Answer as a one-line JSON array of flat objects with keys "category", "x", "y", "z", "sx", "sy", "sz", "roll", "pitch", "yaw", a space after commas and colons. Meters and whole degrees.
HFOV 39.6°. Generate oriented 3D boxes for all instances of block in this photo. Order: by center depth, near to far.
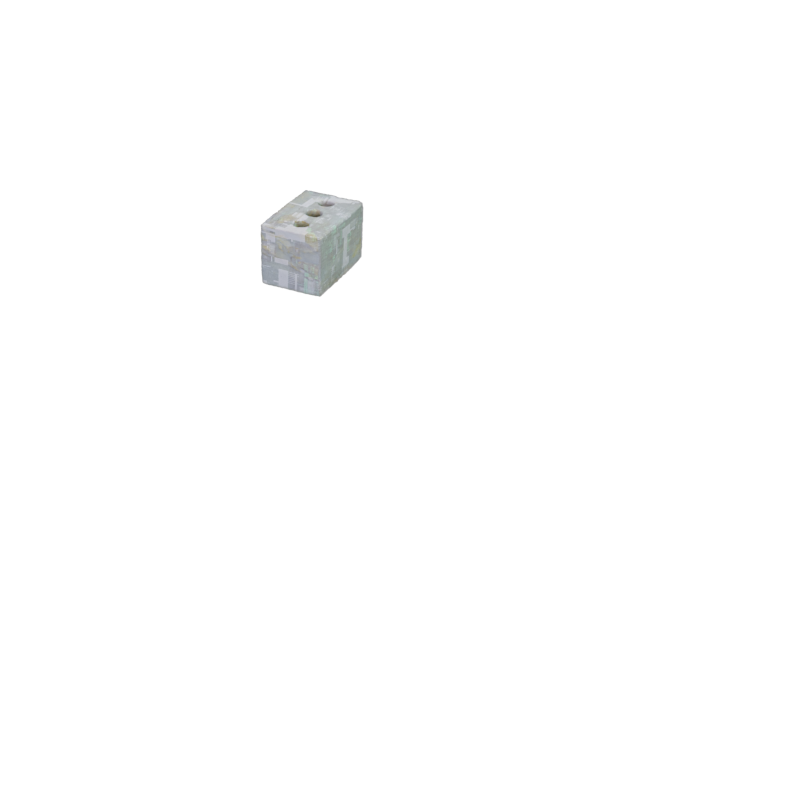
[{"category": "block", "x": -0.068, "y": -0.124, "z": 0.866, "sx": 0.055, "sy": 0.048, "sz": 0.080, "roll": 13, "pitch": 33, "yaw": 20}]
